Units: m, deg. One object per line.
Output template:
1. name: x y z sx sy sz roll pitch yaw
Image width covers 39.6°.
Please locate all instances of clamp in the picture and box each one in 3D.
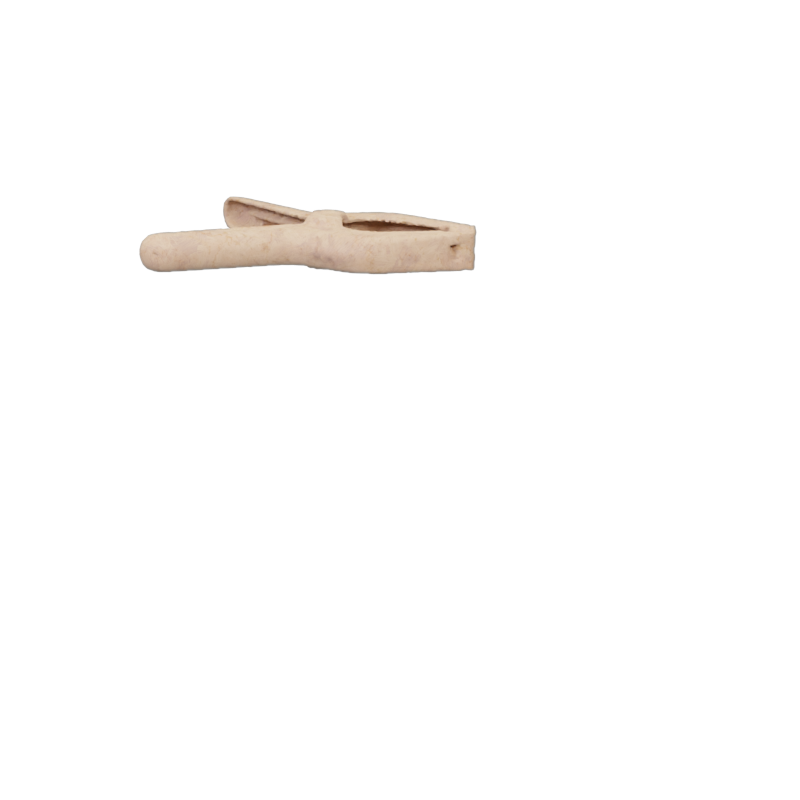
1. clamp: -0.058 -0.105 0.739 0.217 0.035 0.166 8 22 20
